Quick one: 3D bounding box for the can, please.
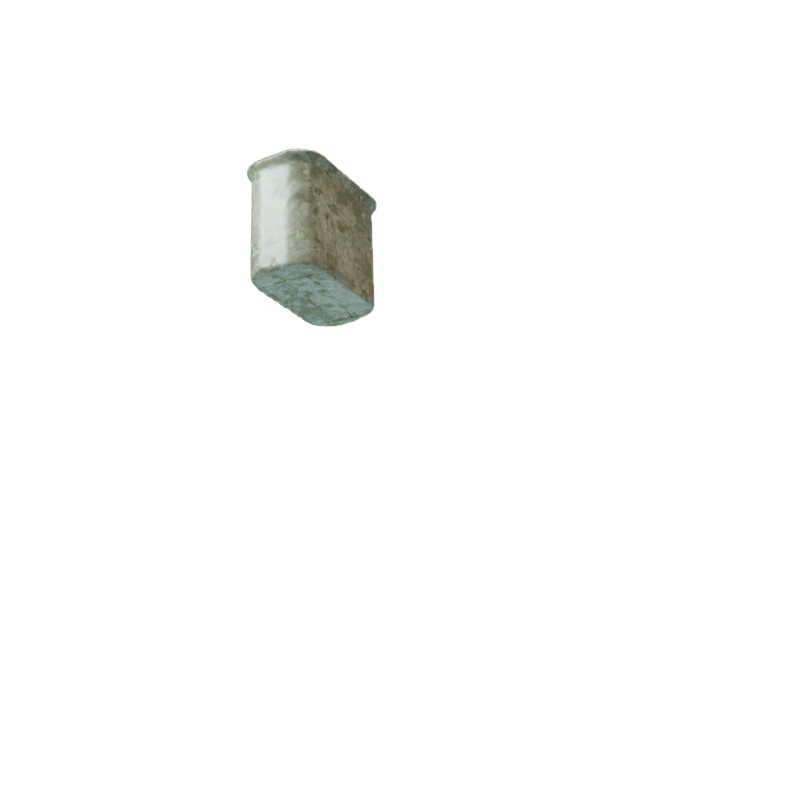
[{"bbox_3d":[-0.058,-0.106,0.742,0.058,0.089,0.095,-15,-28,27],"label":"can"}]
